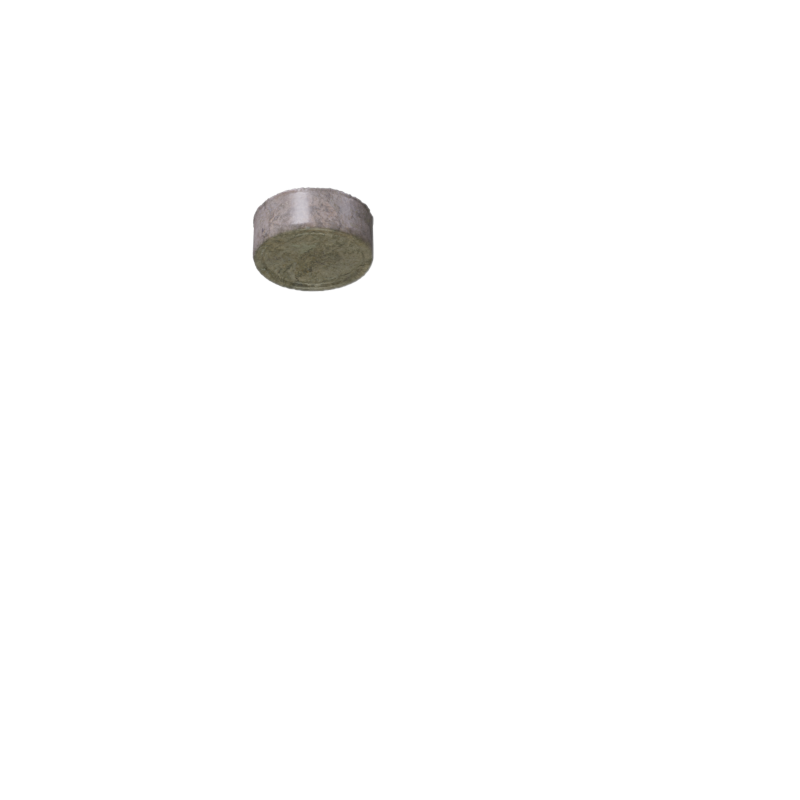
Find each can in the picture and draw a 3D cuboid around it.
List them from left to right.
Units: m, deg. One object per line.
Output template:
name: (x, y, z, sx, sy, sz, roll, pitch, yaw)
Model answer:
can: (-0.061, -0.111, 0.778, 0.086, 0.036, 0.081, 1, -28, -2)
